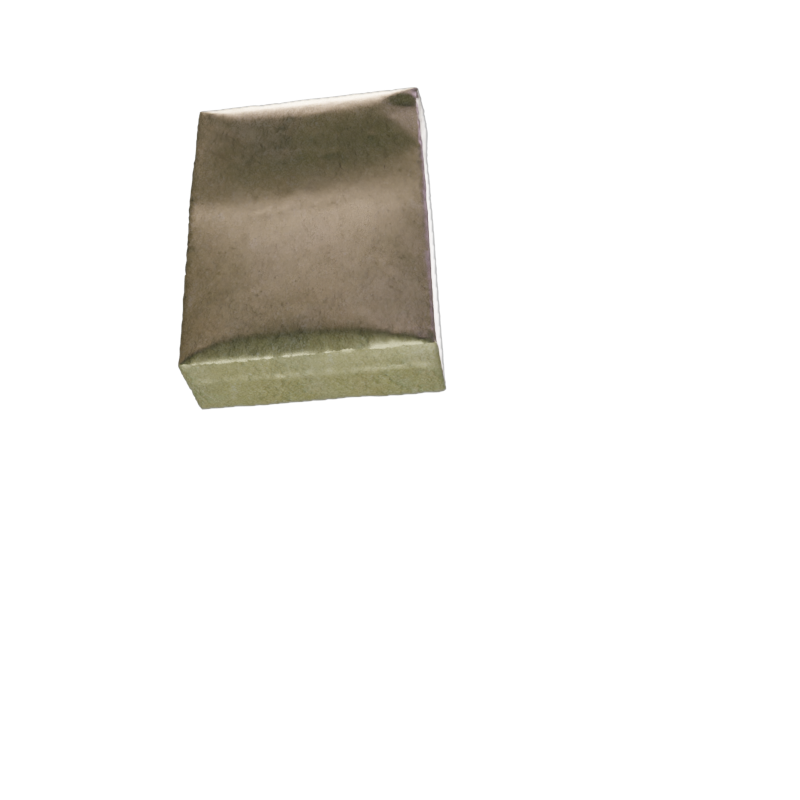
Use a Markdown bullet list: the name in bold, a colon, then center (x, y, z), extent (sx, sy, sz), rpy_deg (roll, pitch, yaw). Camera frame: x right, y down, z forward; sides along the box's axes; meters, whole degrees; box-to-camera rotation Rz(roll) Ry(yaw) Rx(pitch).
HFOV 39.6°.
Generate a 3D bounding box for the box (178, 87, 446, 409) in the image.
- **box**: center (-0.059, -0.108, 0.754), extent (0.165, 0.228, 0.067), rpy_deg (-6, -32, 6)
